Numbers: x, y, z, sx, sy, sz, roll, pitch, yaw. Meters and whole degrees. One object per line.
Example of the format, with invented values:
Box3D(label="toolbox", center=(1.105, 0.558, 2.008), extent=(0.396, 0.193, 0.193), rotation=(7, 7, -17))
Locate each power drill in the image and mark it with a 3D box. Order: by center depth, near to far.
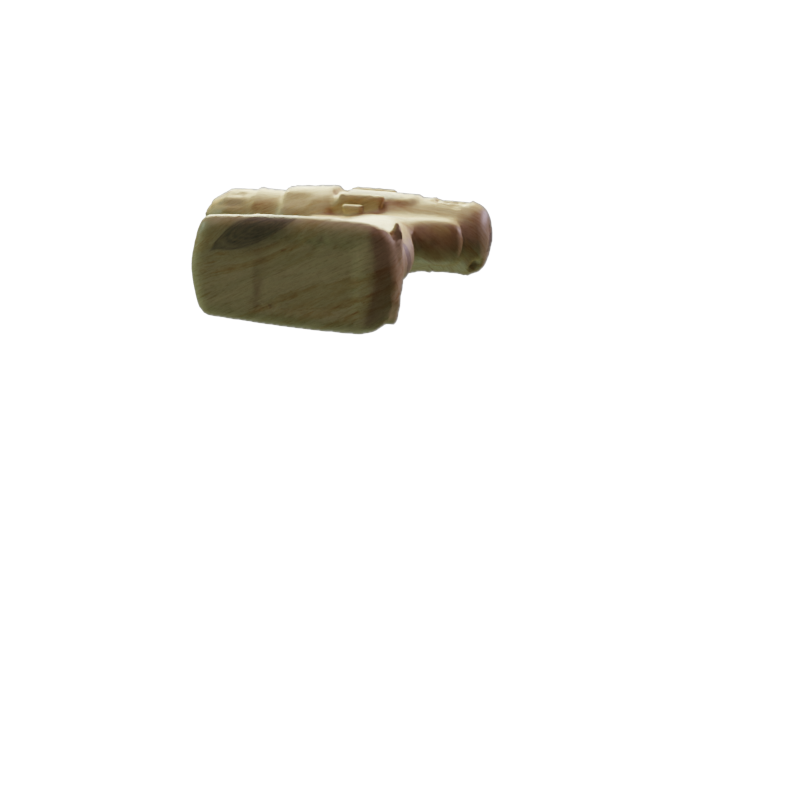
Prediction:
Box3D(label="power drill", center=(-0.050, -0.091, 0.635), extent=(0.189, 0.056, 0.190), rotation=(5, 18, 14))
